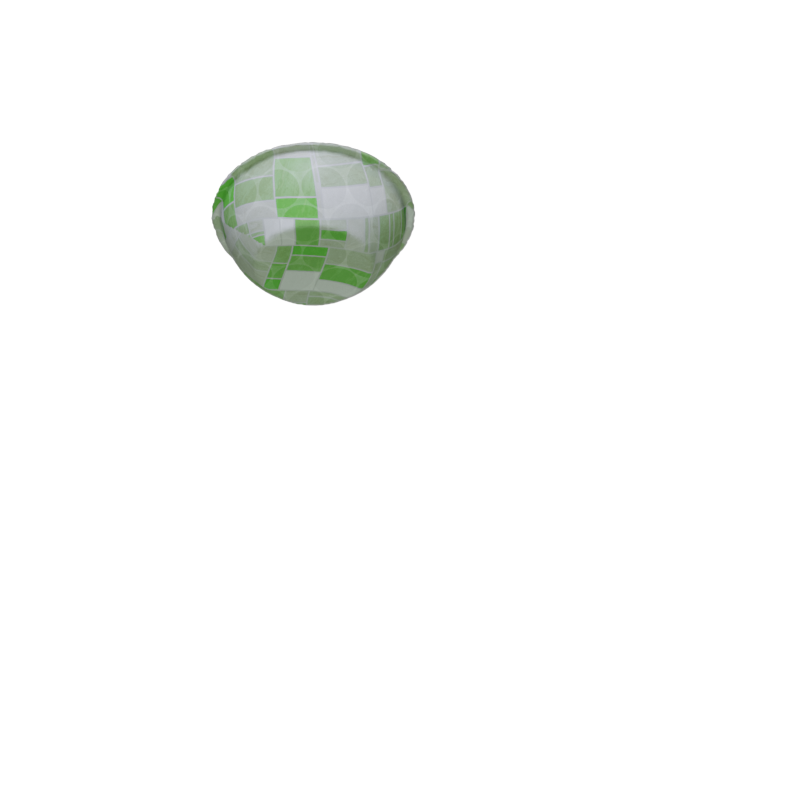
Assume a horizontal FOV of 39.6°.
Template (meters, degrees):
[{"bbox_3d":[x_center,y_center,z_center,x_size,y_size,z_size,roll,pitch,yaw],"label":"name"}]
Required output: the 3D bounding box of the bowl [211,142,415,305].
[{"bbox_3d":[-0.068,-0.124,0.865,0.162,0.059,0.151,1,-40,-1],"label":"bowl"}]
